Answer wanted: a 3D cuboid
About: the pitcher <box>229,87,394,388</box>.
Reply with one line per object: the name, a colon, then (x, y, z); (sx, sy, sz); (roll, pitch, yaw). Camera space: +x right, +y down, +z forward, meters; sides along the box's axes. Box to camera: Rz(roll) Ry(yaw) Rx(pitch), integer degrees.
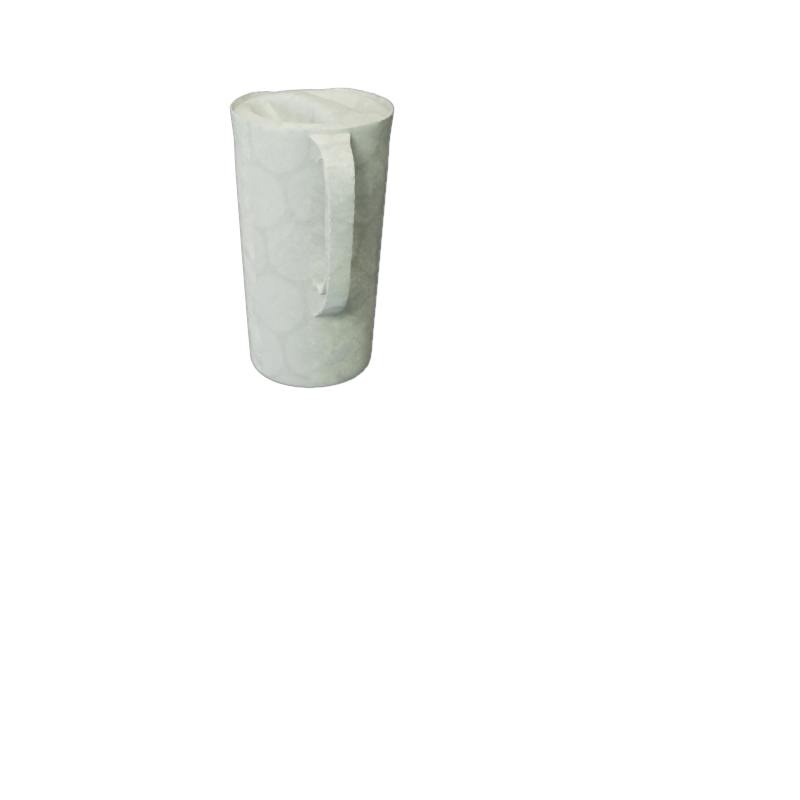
pitcher: (-0.073, -0.133, 0.929); (0.151, 0.231, 0.150); (14, 28, 26)
